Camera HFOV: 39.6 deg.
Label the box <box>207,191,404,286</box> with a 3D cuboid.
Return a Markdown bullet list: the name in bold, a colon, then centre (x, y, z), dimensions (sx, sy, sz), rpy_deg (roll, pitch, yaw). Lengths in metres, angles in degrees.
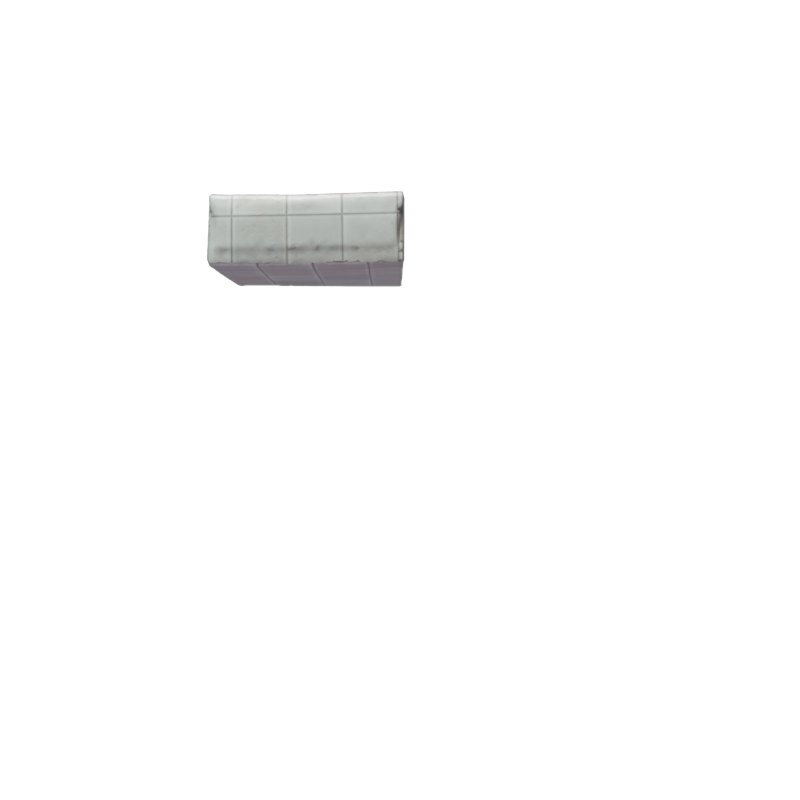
- **box**: centre (-0.035, -0.064, 0.450), dimensions (0.073, 0.030, 0.088), rpy_deg (0, 0, 1)
